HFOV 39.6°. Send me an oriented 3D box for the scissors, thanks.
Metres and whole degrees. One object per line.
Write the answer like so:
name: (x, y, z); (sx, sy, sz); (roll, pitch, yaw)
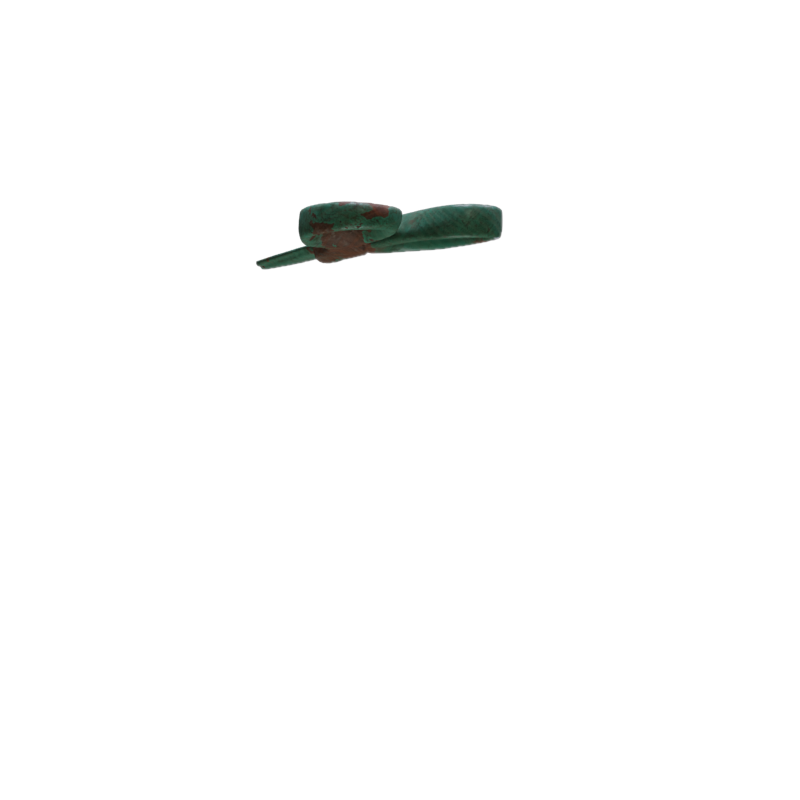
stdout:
scissors: (-0.042, -0.076, 0.535); (0.092, 0.016, 0.208); (0, 0, -43)
